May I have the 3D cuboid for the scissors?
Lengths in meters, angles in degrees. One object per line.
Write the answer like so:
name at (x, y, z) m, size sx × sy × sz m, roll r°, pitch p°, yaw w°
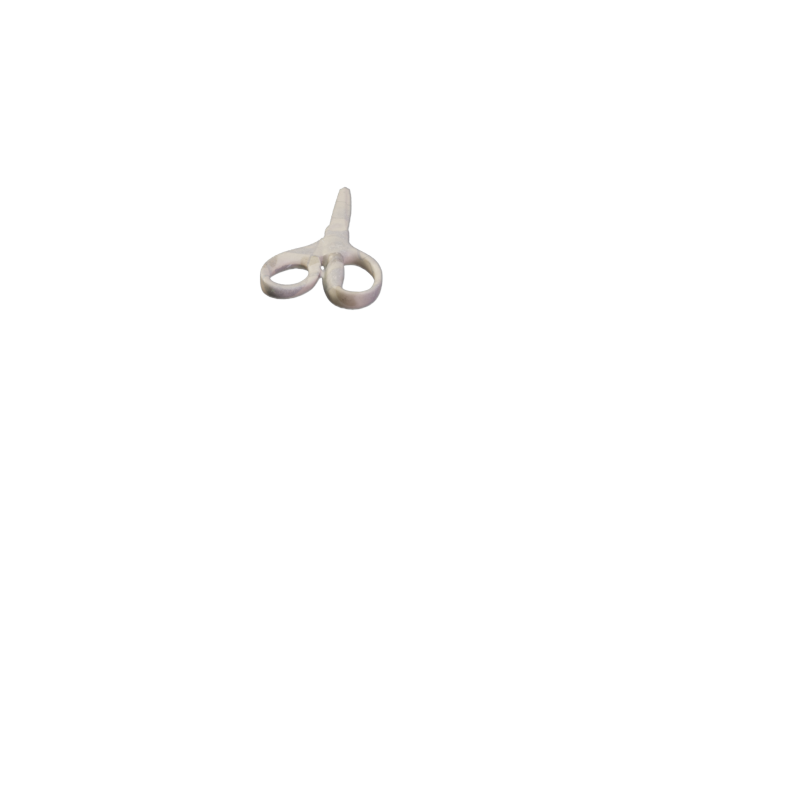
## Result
scissors at (-0.066, -0.121, 0.847) m, size 0.095 × 0.015 × 0.216 m, roll -6°, pitch 32°, yaw -11°
